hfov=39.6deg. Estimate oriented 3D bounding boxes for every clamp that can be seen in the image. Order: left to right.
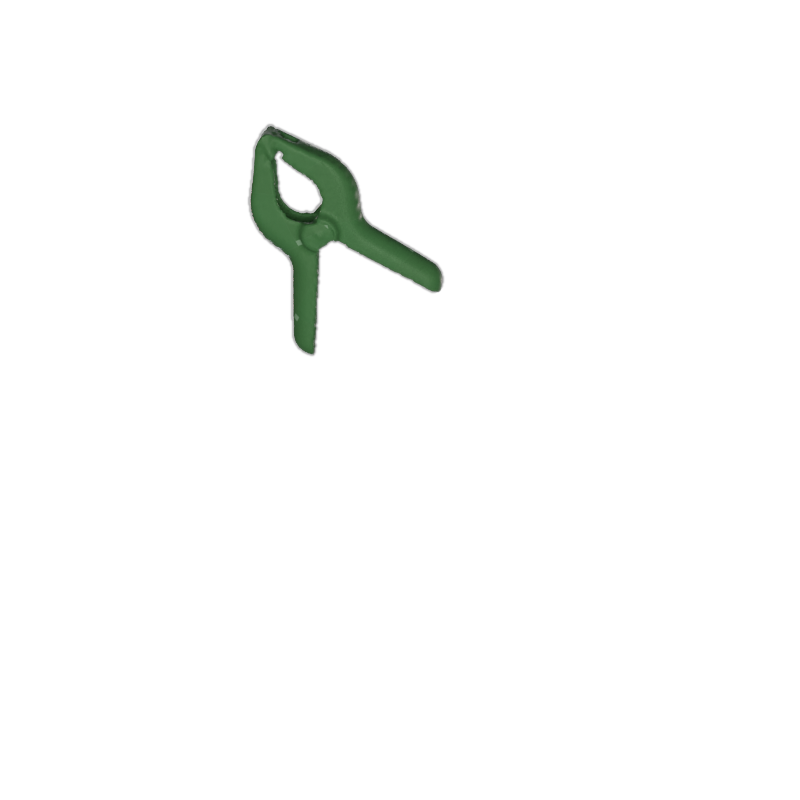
[{"bbox_3d":[-0.063,-0.115,0.806,0.120,0.166,0.040,-37,11,8],"label":"clamp"}]
